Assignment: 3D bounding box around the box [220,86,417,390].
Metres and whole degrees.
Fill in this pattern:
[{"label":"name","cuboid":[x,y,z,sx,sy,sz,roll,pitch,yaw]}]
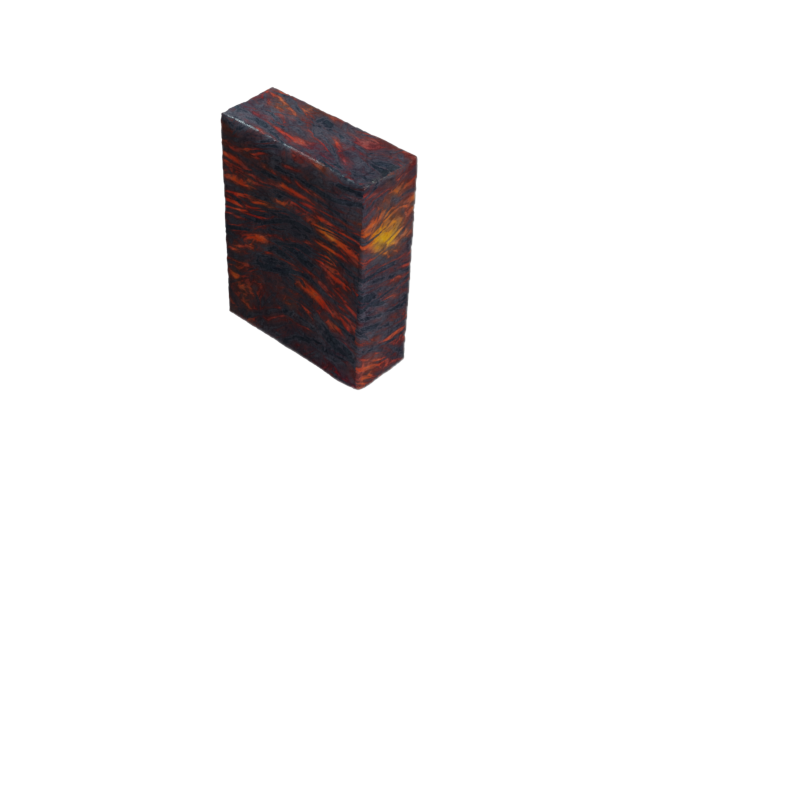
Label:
[{"label":"box","cuboid":[-0.074,-0.134,0.941,0.175,0.199,0.072,32,48,30]}]
